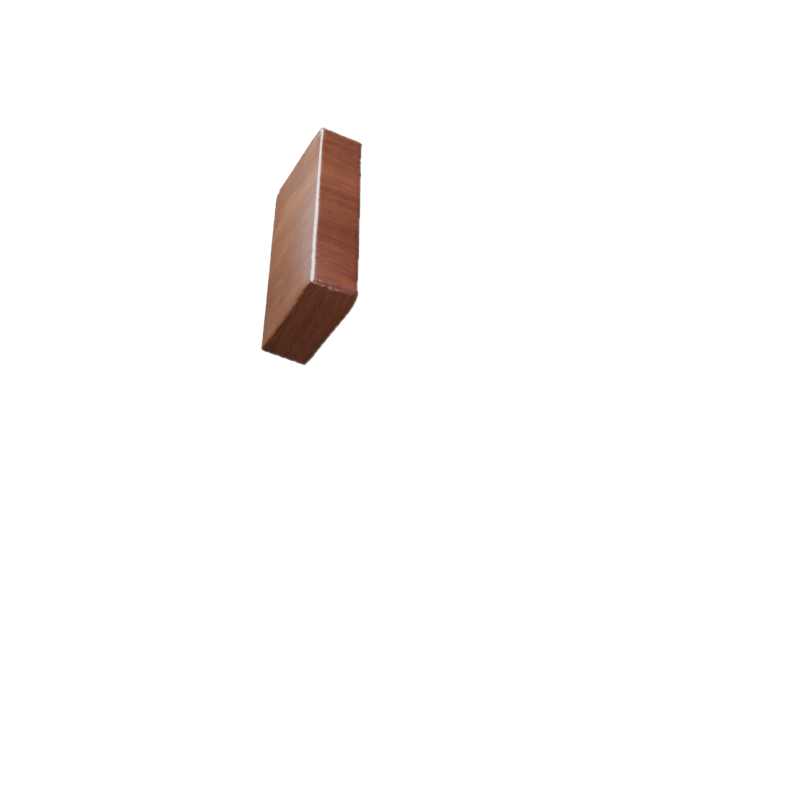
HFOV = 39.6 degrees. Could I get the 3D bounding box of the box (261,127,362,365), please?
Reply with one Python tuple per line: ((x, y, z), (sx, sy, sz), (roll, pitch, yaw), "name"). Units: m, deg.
((-0.070, -0.127, 0.888), (0.046, 0.189, 0.090), (19, -45, -24), "box")
